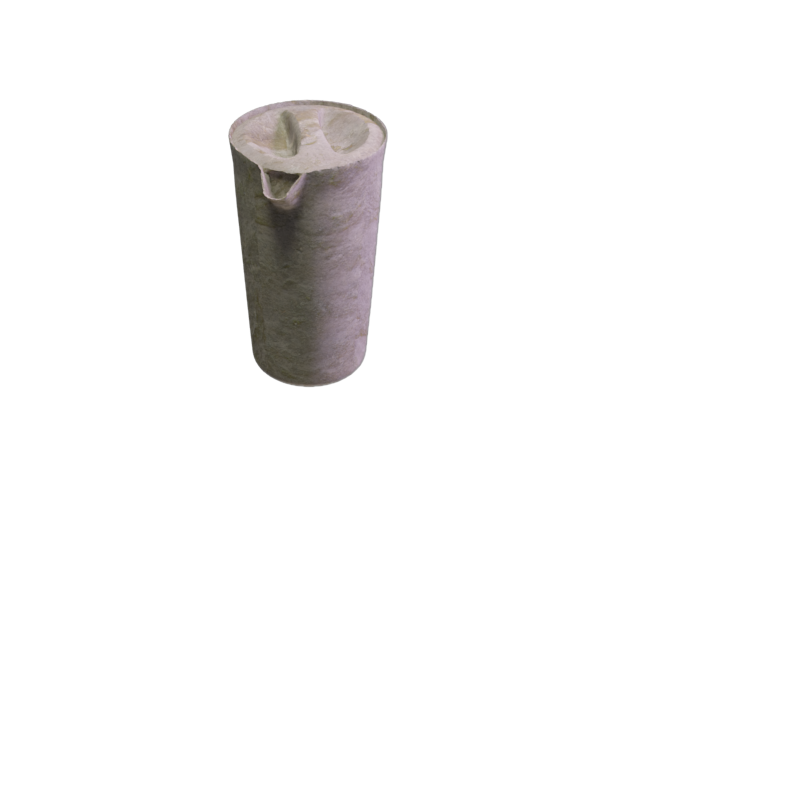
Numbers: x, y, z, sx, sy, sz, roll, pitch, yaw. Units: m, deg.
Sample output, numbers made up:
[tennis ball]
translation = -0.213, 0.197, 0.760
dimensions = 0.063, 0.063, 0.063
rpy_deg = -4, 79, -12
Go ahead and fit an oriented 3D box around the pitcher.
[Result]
[pitcher]
translation = -0.078, -0.142, 0.995
dimensions = 0.147, 0.227, 0.157
rpy_deg = -17, 40, -25
